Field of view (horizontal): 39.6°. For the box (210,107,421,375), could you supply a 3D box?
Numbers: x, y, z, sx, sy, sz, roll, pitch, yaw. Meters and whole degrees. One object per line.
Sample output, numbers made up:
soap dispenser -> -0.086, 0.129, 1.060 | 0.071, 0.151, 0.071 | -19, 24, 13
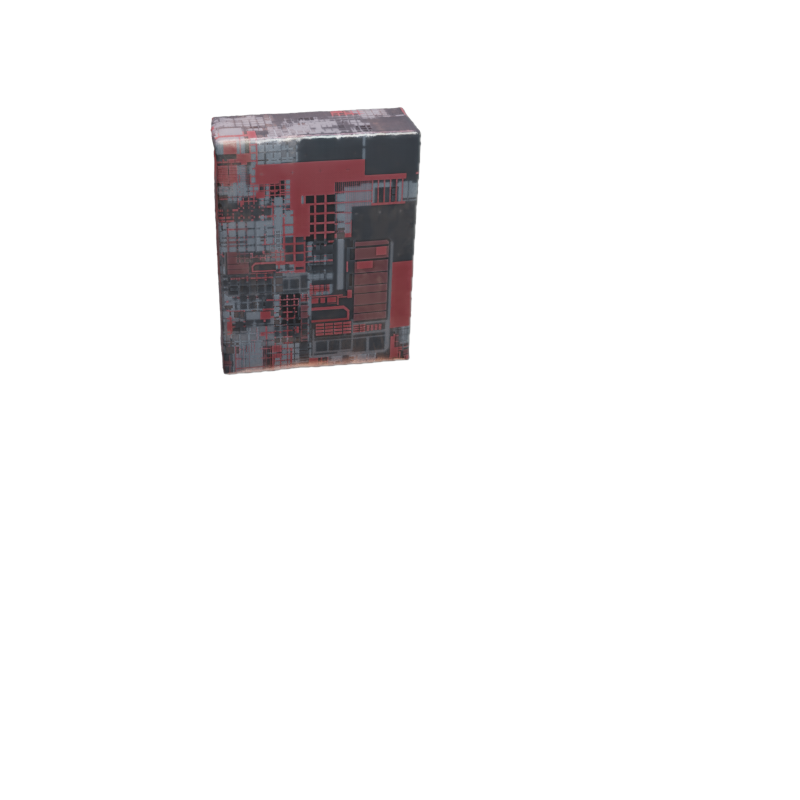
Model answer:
box -> -0.073, -0.133, 0.930 | 0.162, 0.202, 0.077 | -4, 28, -9
